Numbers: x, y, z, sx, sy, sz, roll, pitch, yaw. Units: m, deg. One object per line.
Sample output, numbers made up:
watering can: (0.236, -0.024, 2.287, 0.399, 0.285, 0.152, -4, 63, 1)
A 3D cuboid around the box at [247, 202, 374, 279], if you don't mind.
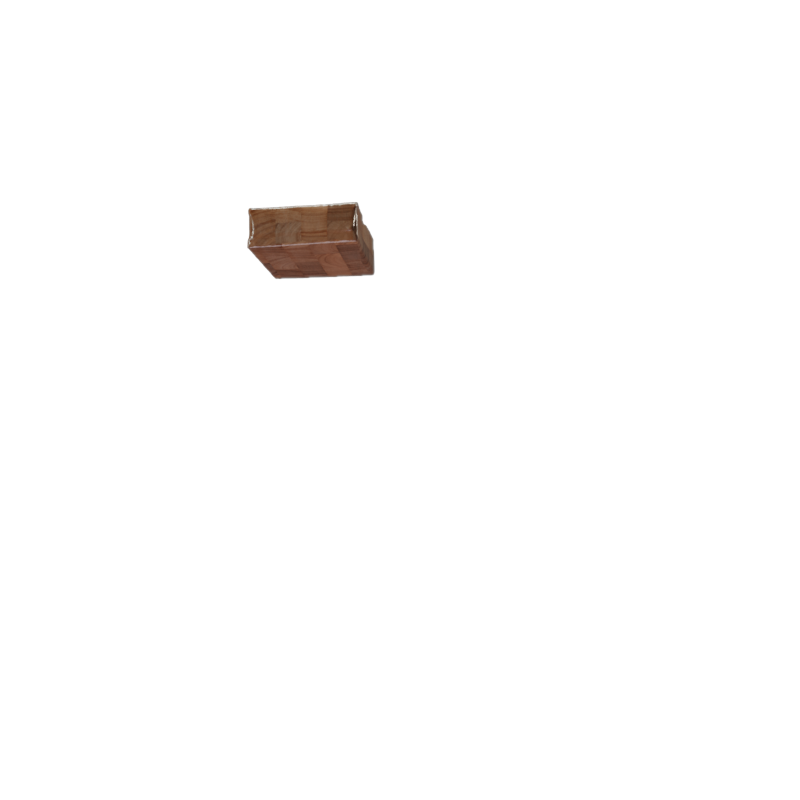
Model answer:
box: (-0.059, -0.108, 0.754, 0.074, 0.031, 0.085, -2, -10, 8)
